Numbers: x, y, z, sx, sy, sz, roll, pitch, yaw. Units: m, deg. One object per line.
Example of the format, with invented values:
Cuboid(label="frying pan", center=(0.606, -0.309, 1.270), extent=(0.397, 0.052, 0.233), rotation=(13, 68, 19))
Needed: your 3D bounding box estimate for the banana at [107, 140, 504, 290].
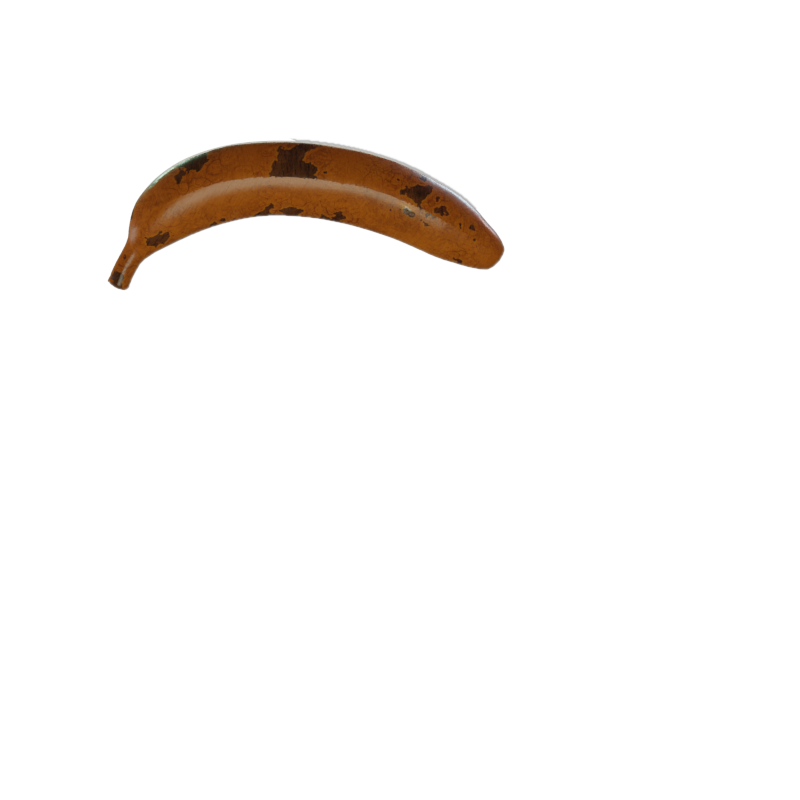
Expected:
Cuboid(label="banana", center=(-0.048, -0.095, 0.550), extent=(0.198, 0.066, 0.039), rotation=(-2, 26, 1))
